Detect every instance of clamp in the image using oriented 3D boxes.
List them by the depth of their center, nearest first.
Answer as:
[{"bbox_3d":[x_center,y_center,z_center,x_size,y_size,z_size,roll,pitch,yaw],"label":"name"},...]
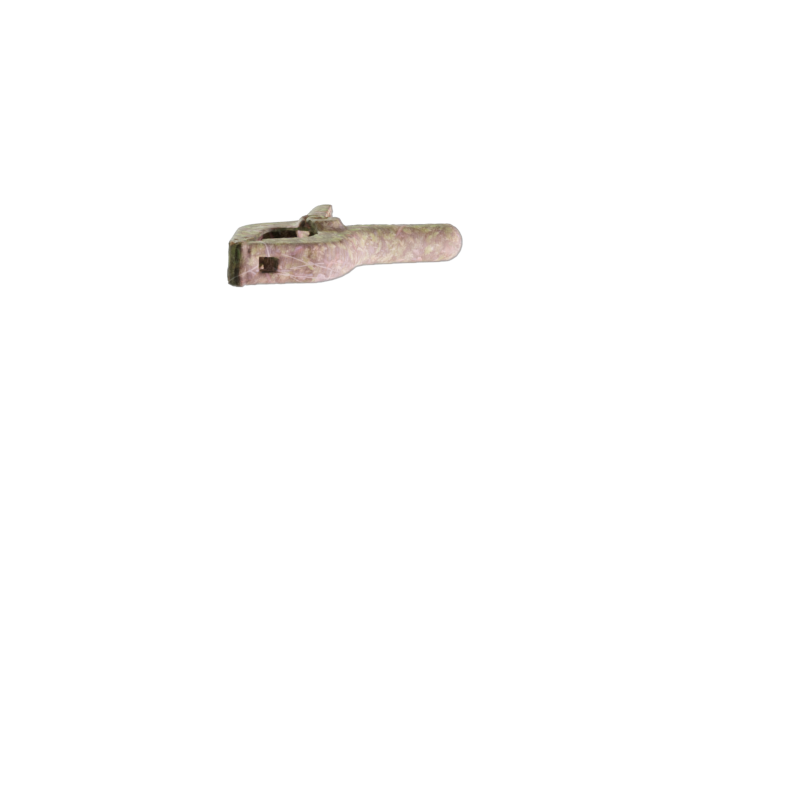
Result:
[{"bbox_3d":[-0.056,-0.102,0.712,0.126,0.038,0.167,12,17,43],"label":"clamp"}]
